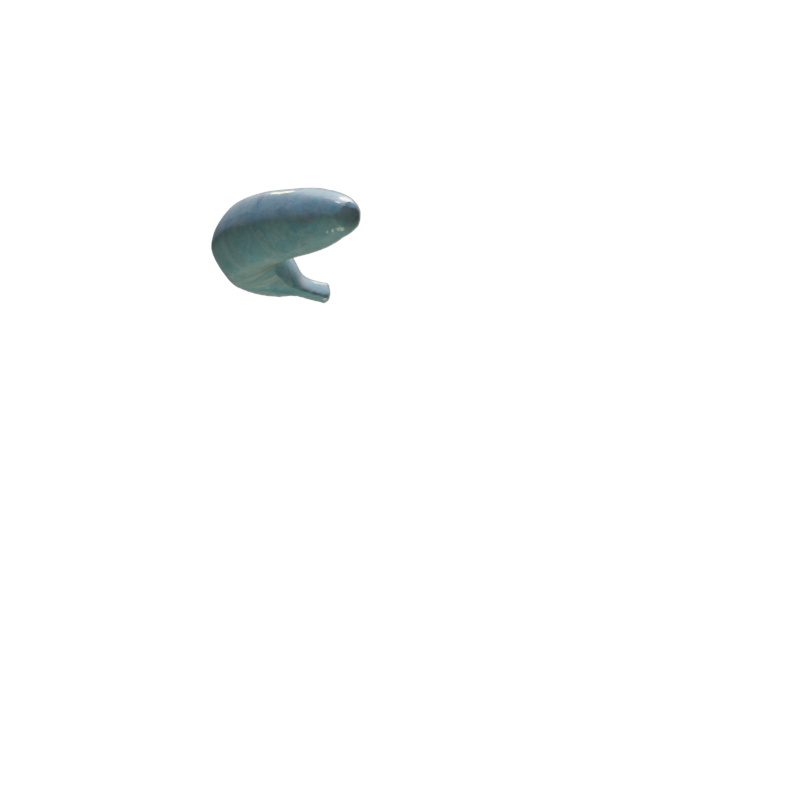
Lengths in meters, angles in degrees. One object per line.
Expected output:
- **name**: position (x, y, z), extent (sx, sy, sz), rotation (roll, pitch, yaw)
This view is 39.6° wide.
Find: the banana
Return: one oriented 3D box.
- **banana**: position (-0.064, -0.082, 0.576), extent (0.069, 0.037, 0.196), rotation (0, -3, -7)
